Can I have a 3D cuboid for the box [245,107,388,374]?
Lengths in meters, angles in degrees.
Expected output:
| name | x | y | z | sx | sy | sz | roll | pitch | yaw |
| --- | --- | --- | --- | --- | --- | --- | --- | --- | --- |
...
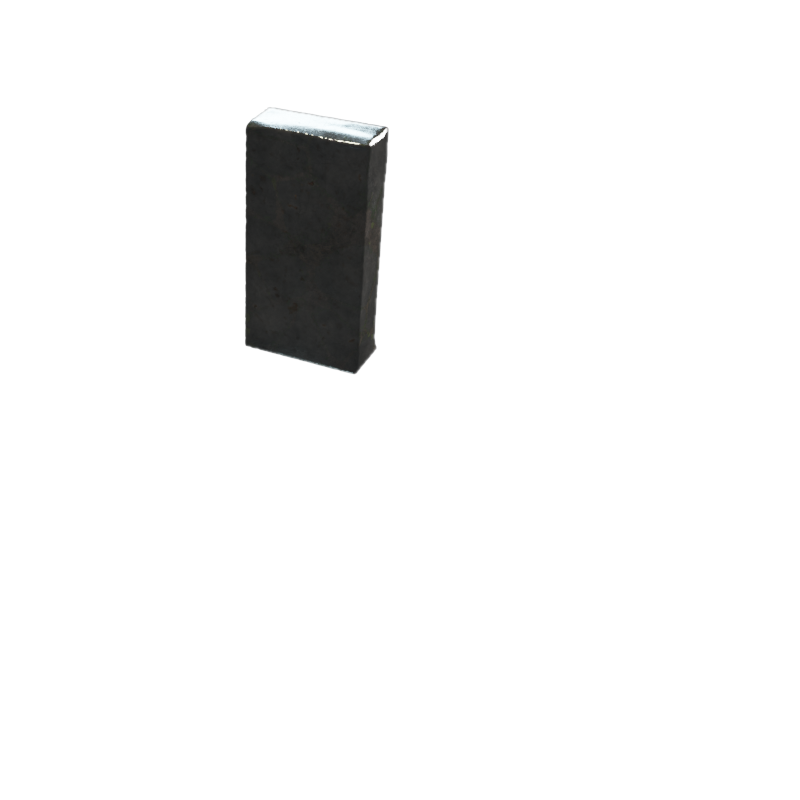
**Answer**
| name | x | y | z | sx | sy | sz | roll | pitch | yaw |
| --- | --- | --- | --- | --- | --- | --- | --- | --- | --- |
| box | -0.062 | -0.112 | 0.782 | 0.097 | 0.166 | 0.049 | 14 | 32 | 19 |
